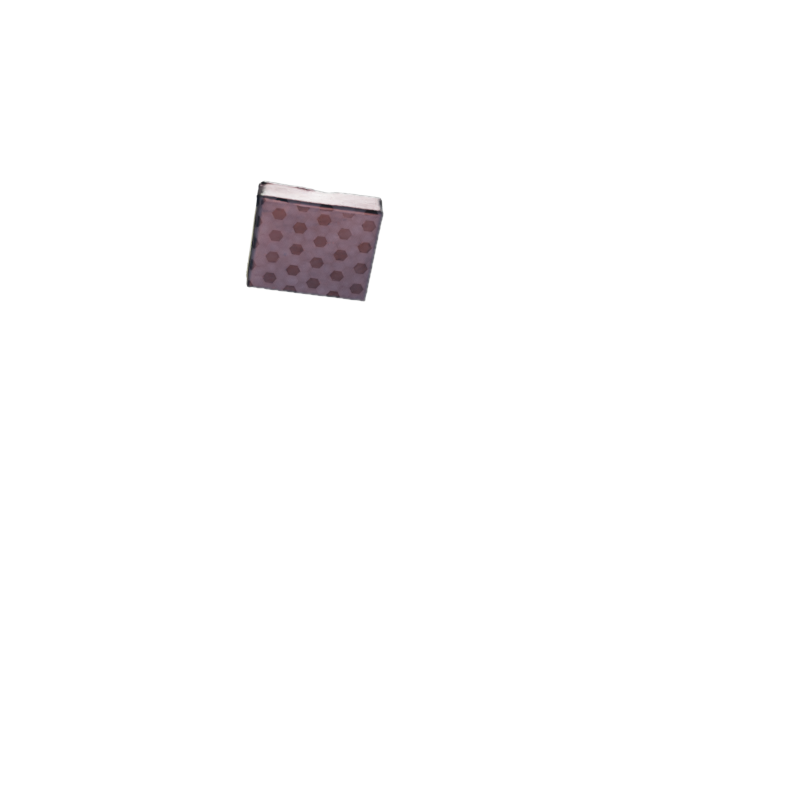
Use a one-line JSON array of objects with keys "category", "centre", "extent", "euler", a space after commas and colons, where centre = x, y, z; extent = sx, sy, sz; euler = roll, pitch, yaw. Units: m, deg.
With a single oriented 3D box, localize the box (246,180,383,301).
[{"category": "box", "centre": [-0.062, -0.113, 0.790], "extent": [0.088, 0.069, 0.032], "euler": [8, 30, -5]}]
